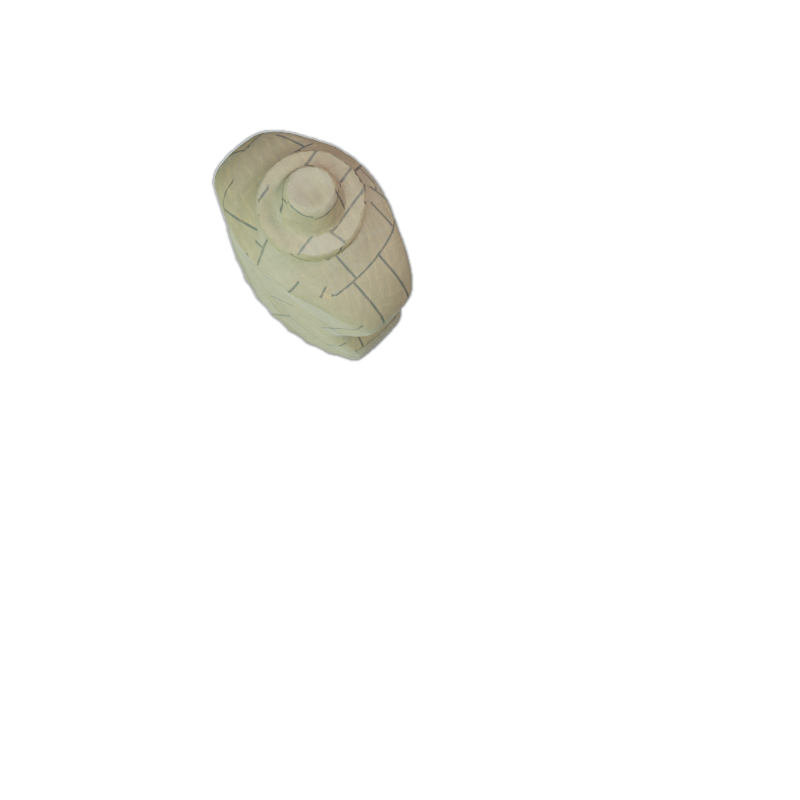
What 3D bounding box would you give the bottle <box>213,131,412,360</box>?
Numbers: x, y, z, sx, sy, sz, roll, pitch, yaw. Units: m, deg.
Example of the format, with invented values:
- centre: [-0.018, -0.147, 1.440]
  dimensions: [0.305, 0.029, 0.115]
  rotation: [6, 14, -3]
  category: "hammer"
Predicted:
- centre: [-0.038, -0.068, 0.479]
  dimensions: [0.059, 0.097, 0.188]
  rotation: [-42, -2, -6]
  category: "bottle"
